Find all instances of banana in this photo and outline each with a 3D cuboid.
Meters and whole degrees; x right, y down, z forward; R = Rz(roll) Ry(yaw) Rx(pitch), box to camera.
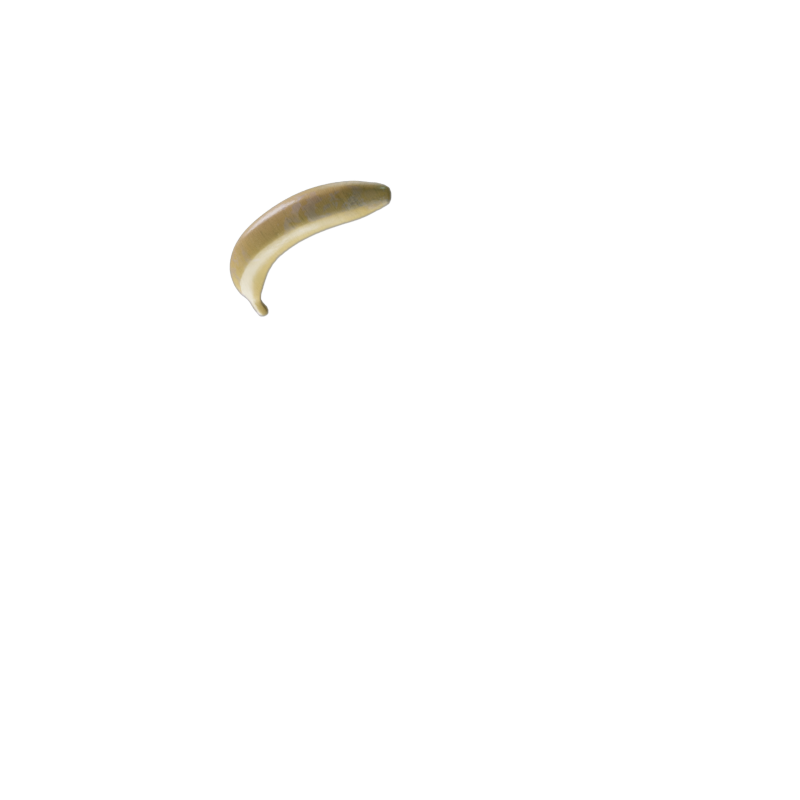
[{"bbox_3d":[-0.091,-0.139,0.944,0.066,0.039,0.195,23,-39,-31],"label":"banana"}]
